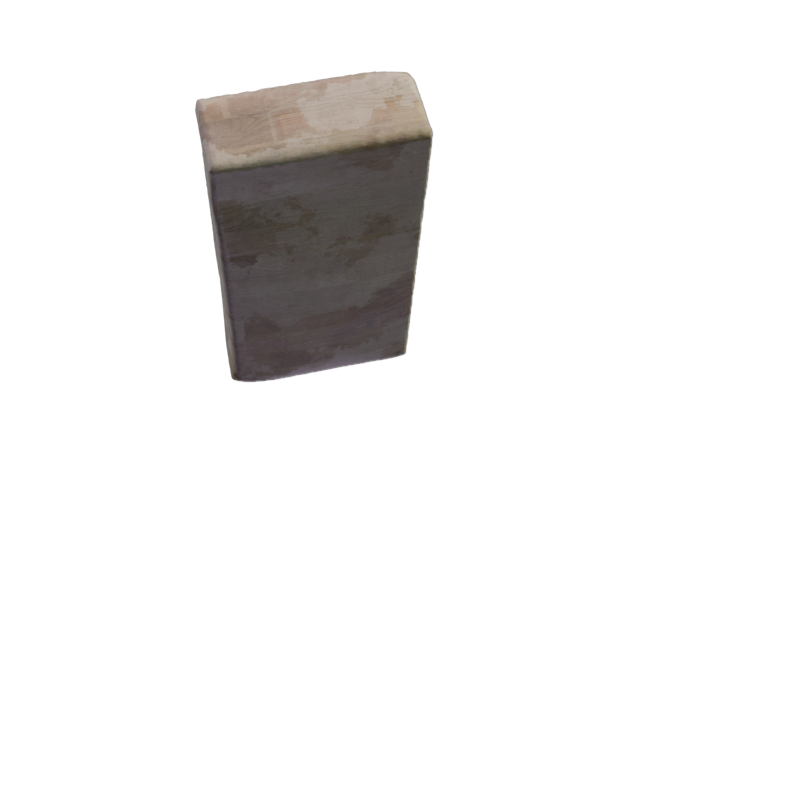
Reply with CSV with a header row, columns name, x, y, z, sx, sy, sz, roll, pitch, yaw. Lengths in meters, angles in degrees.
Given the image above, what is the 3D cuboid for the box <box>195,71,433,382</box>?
name,x,y,z,sx,sy,sz,roll,pitch,yaw
box,-0.040,-0.073,0.512,0.093,0.052,0.165,-9,-31,-9
